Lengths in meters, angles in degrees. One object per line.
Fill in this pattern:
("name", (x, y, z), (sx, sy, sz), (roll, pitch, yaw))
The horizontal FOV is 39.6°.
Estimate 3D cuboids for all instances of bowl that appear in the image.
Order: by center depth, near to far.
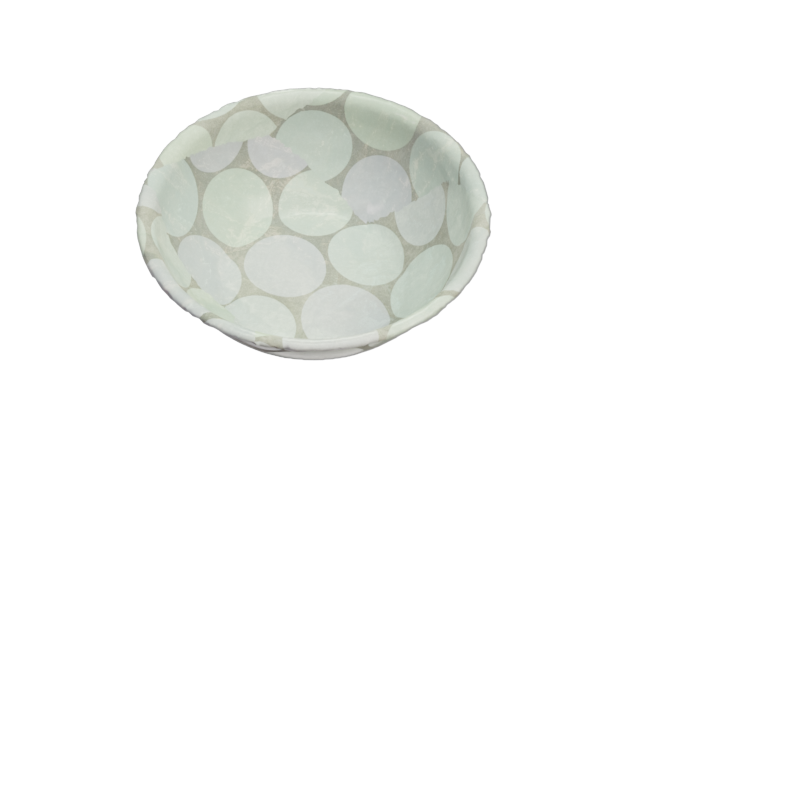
("bowl", (-0.041, -0.075, 0.526), (0.162, 0.174, 0.051), (-1, -38, -1))
